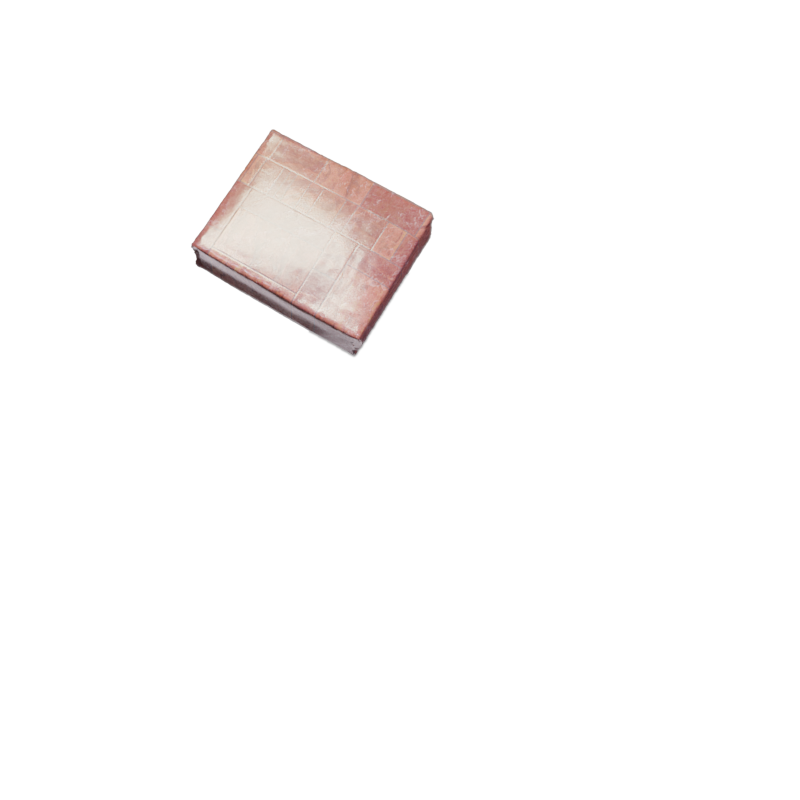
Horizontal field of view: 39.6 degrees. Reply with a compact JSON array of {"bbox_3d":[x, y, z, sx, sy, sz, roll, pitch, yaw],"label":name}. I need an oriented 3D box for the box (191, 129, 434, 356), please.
[{"bbox_3d":[-0.051,-0.092,0.647,0.117,0.092,0.037,28,-21,11],"label":"box"}]
